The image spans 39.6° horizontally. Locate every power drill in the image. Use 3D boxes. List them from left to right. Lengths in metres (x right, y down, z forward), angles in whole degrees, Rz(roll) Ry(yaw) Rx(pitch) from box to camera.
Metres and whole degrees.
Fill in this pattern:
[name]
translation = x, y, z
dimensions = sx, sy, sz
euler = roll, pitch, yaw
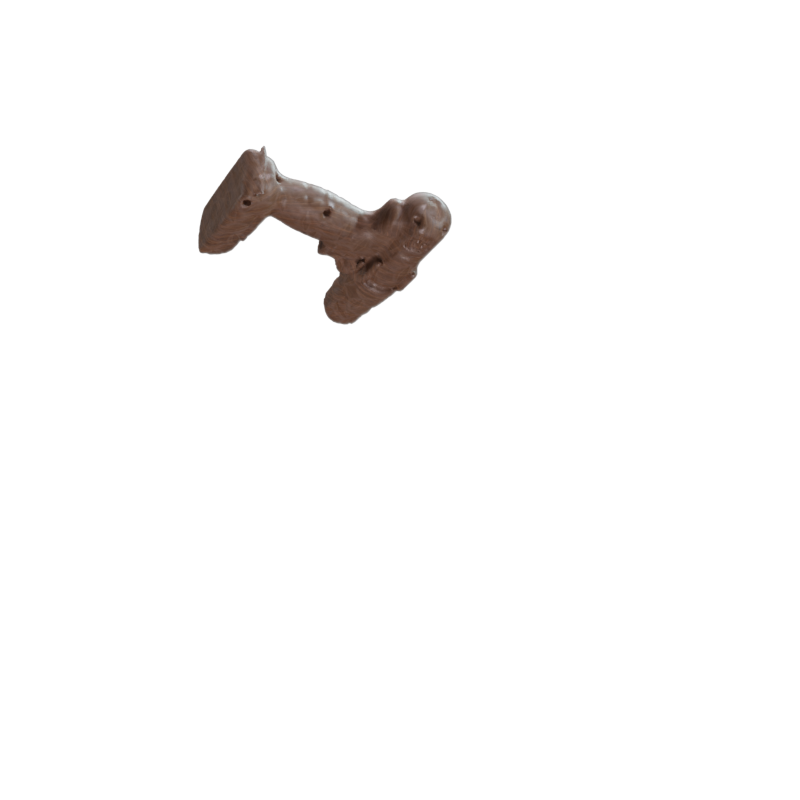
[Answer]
[power drill]
translation = -0.075, -0.137, 0.960
dimensions = 0.180, 0.061, 0.180
euler = 16, -36, -24
